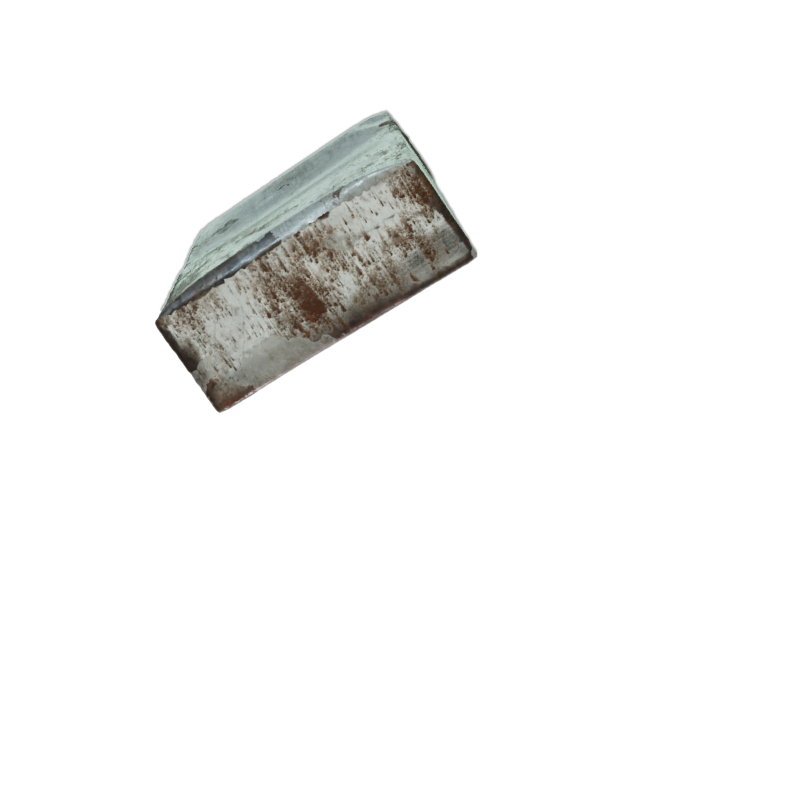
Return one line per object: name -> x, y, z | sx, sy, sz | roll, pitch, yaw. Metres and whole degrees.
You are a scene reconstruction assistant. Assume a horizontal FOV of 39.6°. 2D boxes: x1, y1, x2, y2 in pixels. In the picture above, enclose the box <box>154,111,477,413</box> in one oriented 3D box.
box -> -0.053, -0.096, 0.675 | 0.164, 0.069, 0.223 | -31, 19, 8
